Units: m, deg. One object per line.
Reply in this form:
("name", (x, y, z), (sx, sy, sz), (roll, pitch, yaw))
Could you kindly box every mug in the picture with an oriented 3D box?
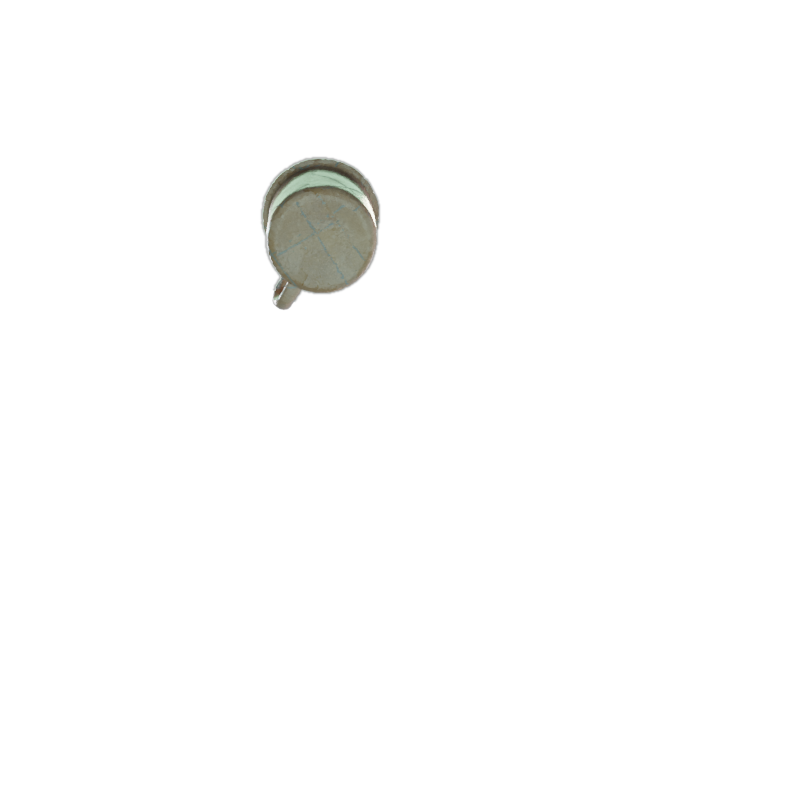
("mug", (-0.066, -0.120, 0.842), (0.091, 0.115, 0.085), (30, 15, -11))
